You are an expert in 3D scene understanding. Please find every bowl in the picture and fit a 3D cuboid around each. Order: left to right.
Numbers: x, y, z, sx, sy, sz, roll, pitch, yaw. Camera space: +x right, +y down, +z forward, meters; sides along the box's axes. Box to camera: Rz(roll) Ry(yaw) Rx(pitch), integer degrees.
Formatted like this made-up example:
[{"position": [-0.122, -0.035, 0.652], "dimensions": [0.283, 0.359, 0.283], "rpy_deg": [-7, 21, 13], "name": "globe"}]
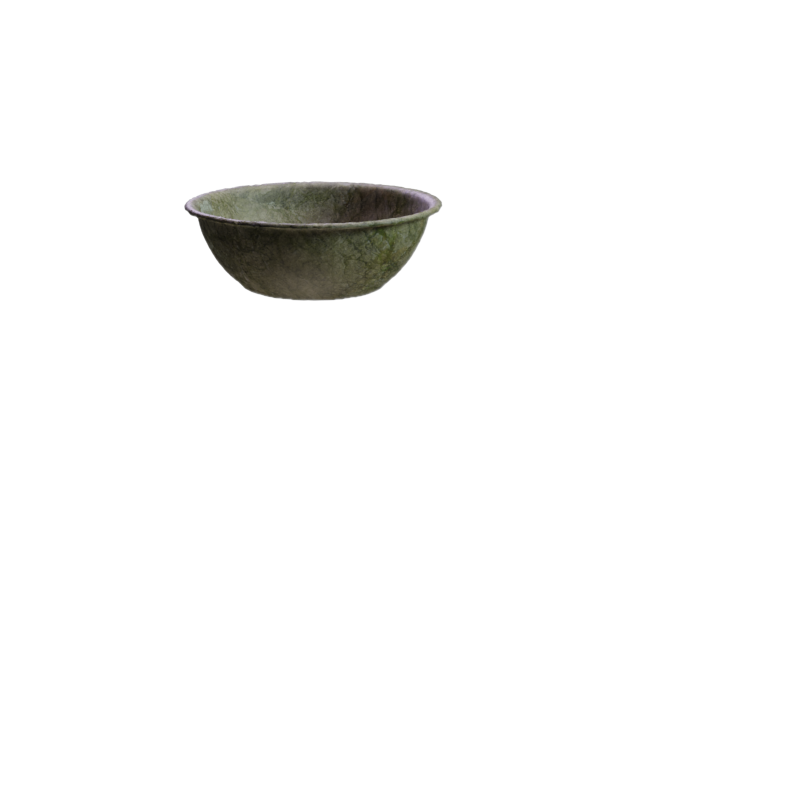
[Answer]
[{"position": [-0.055, -0.101, 0.704], "dimensions": [0.162, 0.053, 0.168], "rpy_deg": [-1, 18, -2], "name": "bowl"}]
